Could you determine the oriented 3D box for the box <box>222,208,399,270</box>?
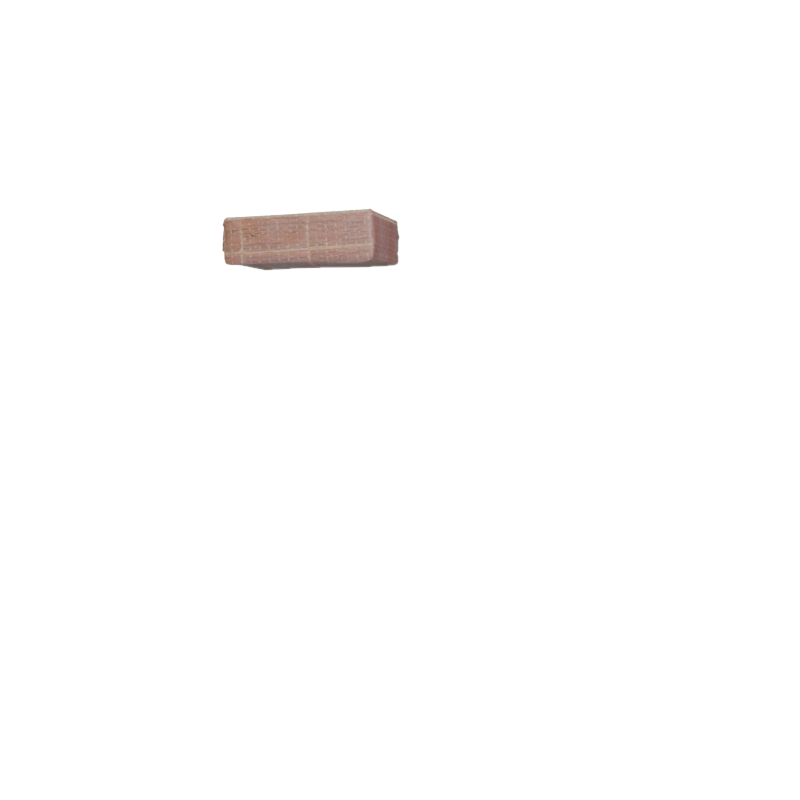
[{"bbox_3d":[-0.065,-0.118,0.824,0.116,0.039,0.088,1,3,14],"label":"box"}]
